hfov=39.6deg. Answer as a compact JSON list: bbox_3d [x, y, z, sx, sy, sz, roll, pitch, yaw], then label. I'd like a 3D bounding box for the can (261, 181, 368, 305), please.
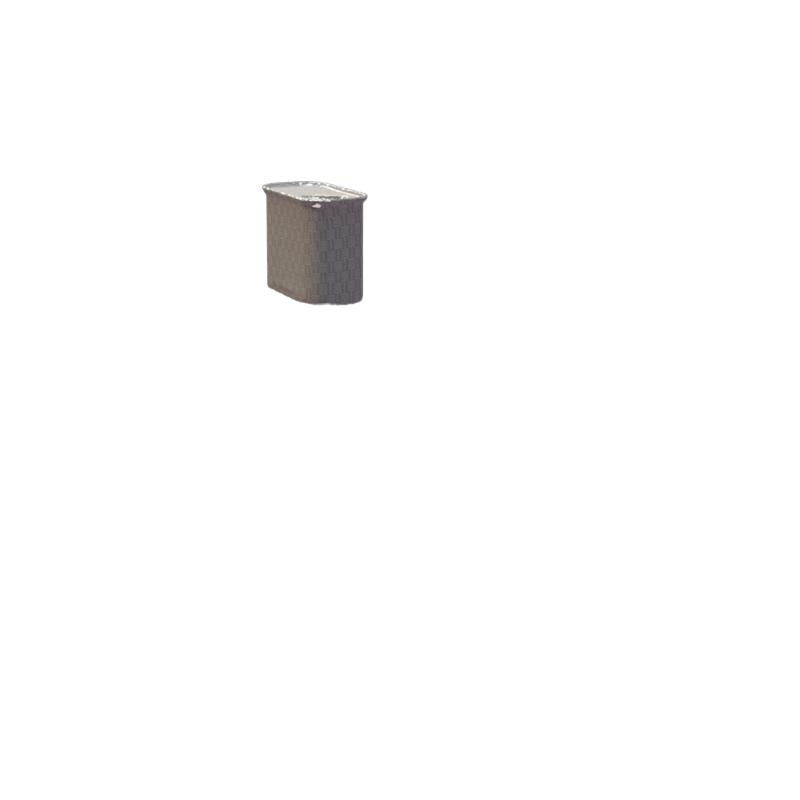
[{"bbox_3d":[-0.068,-0.125,0.876,0.056,0.081,0.108,-6,17,-28],"label":"can"}]
